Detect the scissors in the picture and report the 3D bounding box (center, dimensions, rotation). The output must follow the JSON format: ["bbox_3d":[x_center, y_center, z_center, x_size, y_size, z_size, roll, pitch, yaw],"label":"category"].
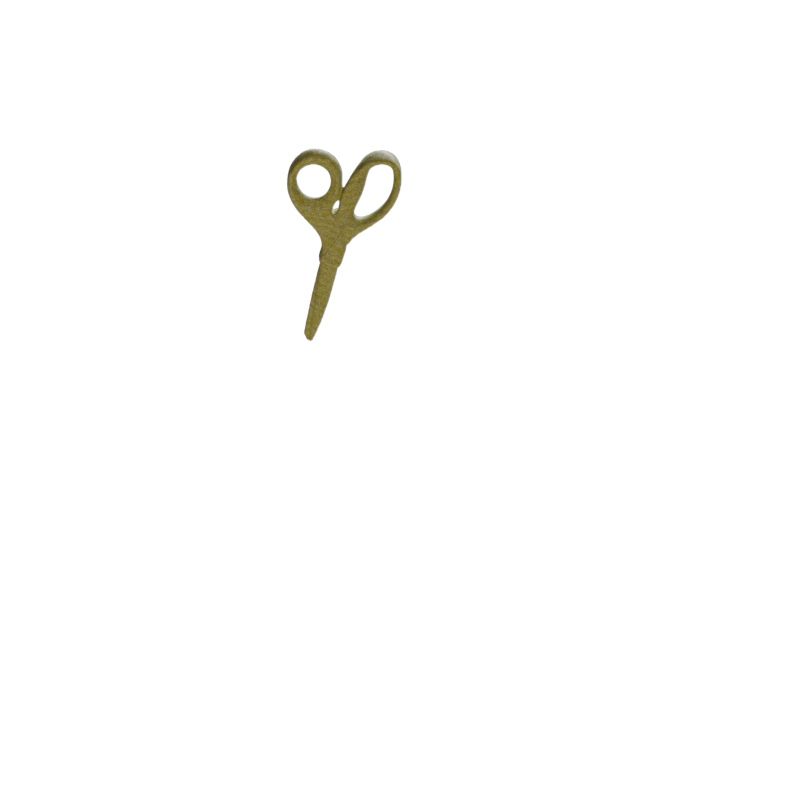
[{"bbox_3d":[-0.070,-0.127,0.890,0.093,0.017,0.195,22,-51,-20],"label":"scissors"}]
